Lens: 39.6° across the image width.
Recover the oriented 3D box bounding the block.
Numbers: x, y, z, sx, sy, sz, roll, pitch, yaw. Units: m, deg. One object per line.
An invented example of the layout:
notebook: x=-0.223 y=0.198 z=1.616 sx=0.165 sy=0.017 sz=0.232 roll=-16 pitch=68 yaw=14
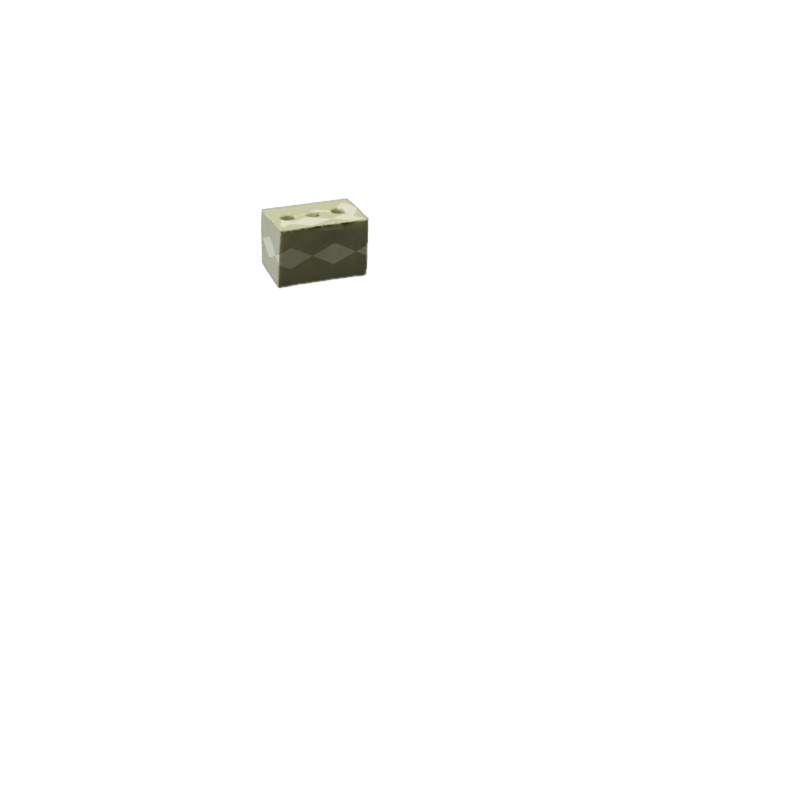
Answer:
block: x=-0.072 y=-0.130 z=0.914 sx=0.077 sy=0.048 sz=0.057 roll=-10 pitch=30 yaw=-19
